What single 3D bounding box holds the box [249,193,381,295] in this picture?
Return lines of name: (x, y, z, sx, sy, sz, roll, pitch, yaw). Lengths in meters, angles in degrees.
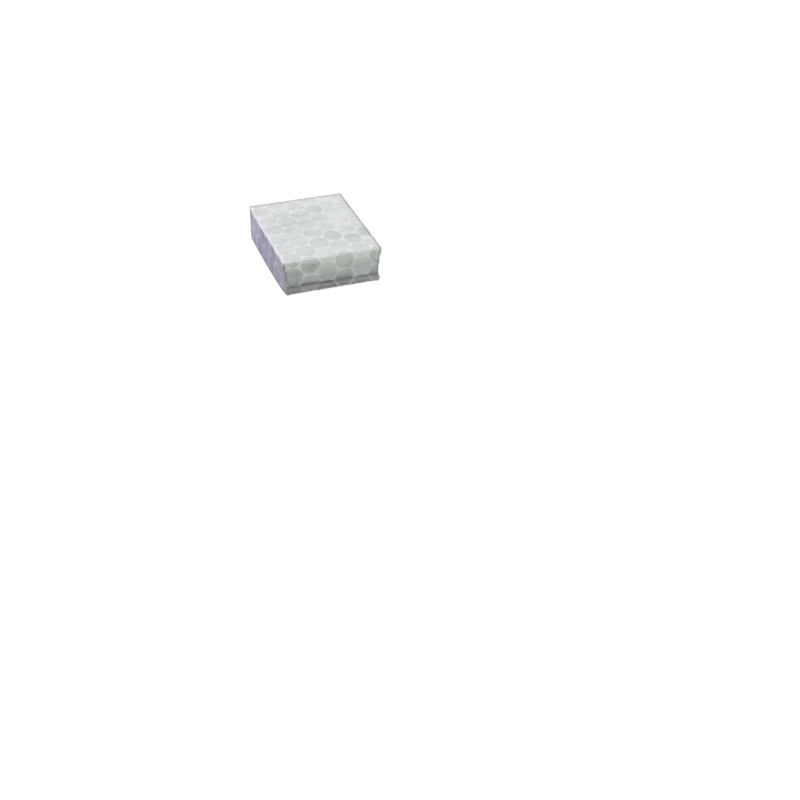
box: (-0.078, -0.142, 0.993, 0.089, 0.036, 0.123, -12, 39, -16)
